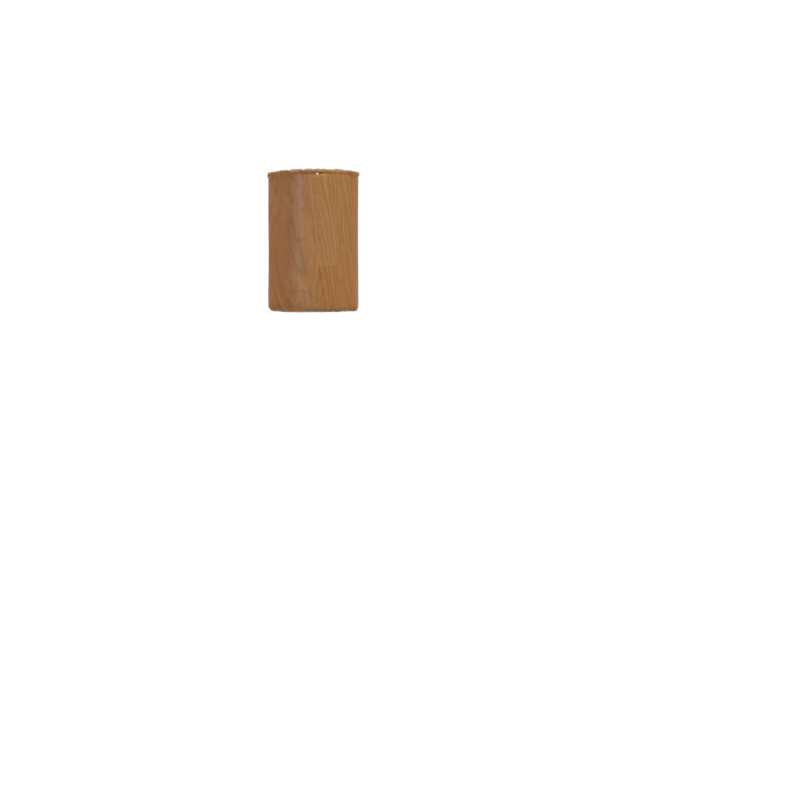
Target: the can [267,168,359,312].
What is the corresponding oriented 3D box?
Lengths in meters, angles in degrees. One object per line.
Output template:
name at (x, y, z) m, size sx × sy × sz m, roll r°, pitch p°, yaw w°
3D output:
can at (-0.064, -0.117, 0.816) m, size 0.068 × 0.102 × 0.069 m, roll 0°, pitch 1°, yaw -2°
